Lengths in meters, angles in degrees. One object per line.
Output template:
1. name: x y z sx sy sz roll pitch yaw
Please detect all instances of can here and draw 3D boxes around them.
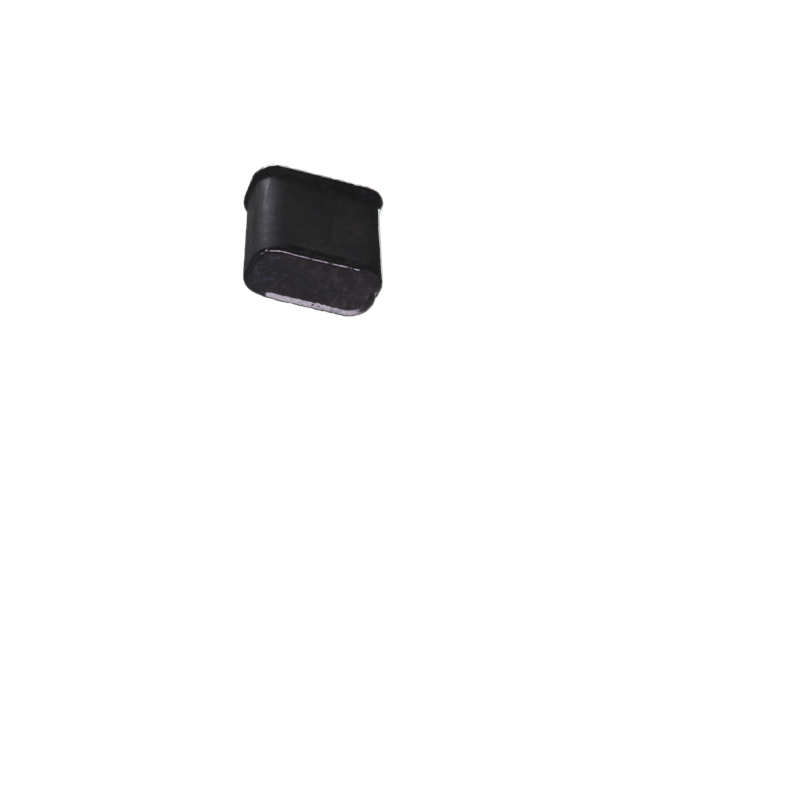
1. can: -0.063 -0.114 0.801 0.099 0.090 0.055 12 -43 -15
